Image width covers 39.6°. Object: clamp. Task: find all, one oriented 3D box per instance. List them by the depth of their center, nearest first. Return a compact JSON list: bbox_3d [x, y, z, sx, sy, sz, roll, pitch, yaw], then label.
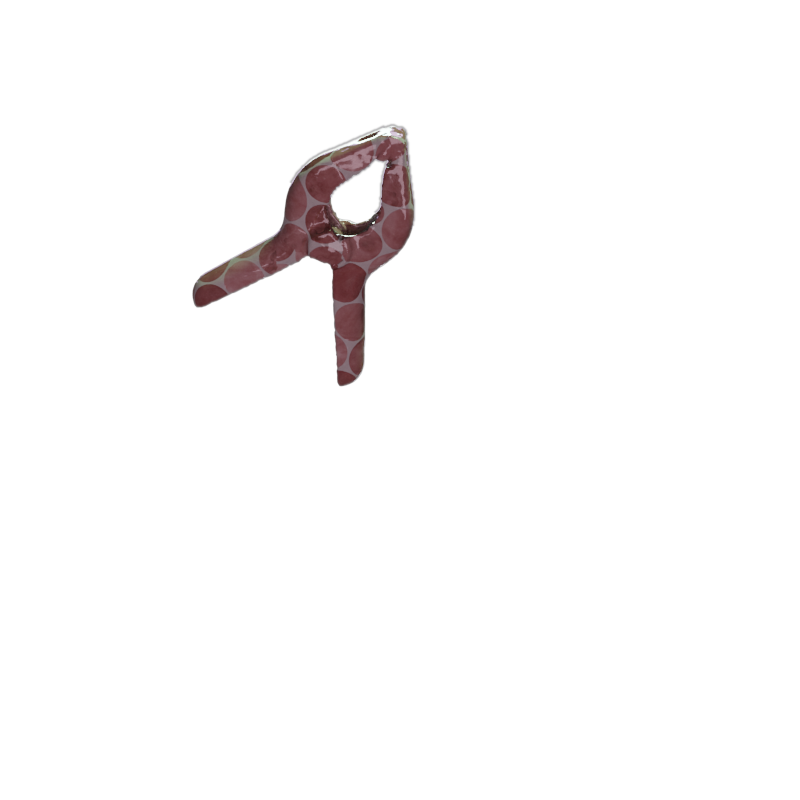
[{"bbox_3d":[-0.054,-0.098,0.689,0.118,0.166,0.041,20,20,-8],"label":"clamp"}]
